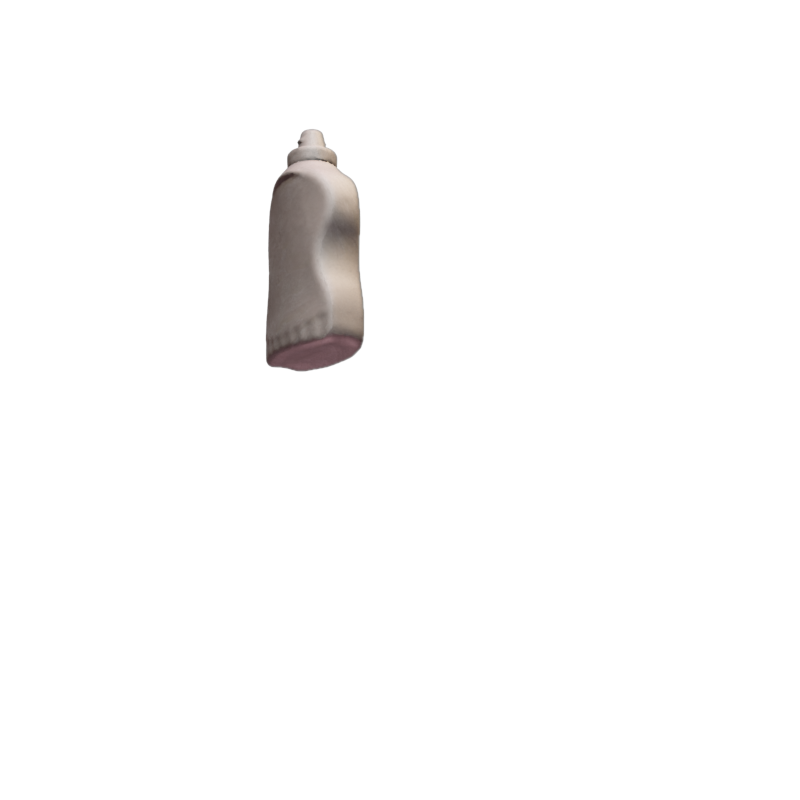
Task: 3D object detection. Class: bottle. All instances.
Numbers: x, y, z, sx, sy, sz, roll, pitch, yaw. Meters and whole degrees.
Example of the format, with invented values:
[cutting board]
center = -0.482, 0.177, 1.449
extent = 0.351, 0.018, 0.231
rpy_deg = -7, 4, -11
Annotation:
[bottle]
center = -0.069, -0.125, 0.877
extent = 0.056, 0.201, 0.096
rpy_deg = 12, -23, -32
